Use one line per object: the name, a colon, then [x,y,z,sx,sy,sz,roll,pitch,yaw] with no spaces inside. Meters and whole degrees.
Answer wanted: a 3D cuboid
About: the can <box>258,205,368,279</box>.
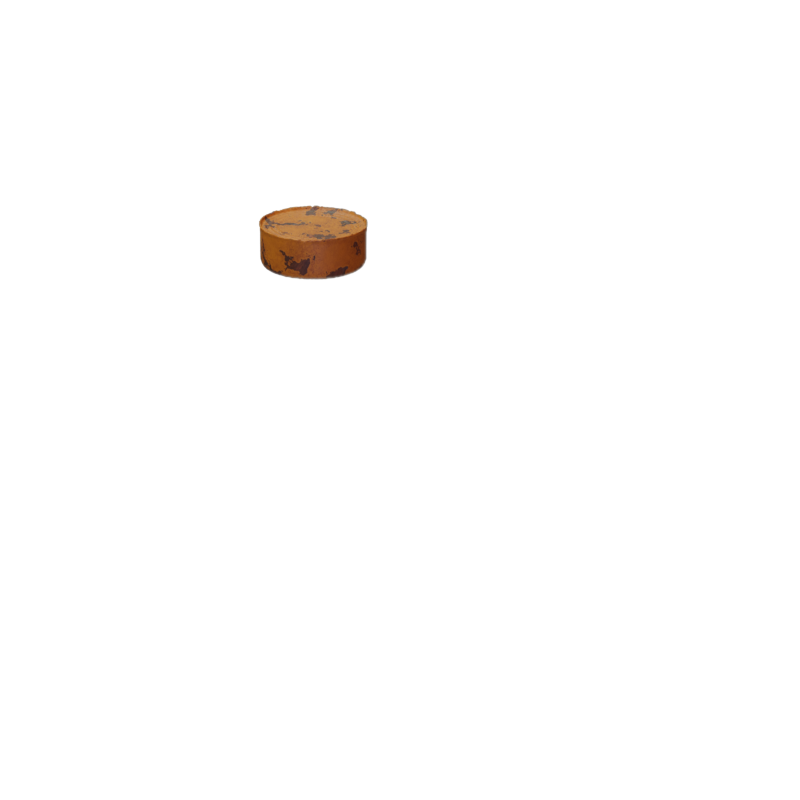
can: [-0.069,-0.125,0.876,0.086,0.032,0.090,-1,26,-2]
